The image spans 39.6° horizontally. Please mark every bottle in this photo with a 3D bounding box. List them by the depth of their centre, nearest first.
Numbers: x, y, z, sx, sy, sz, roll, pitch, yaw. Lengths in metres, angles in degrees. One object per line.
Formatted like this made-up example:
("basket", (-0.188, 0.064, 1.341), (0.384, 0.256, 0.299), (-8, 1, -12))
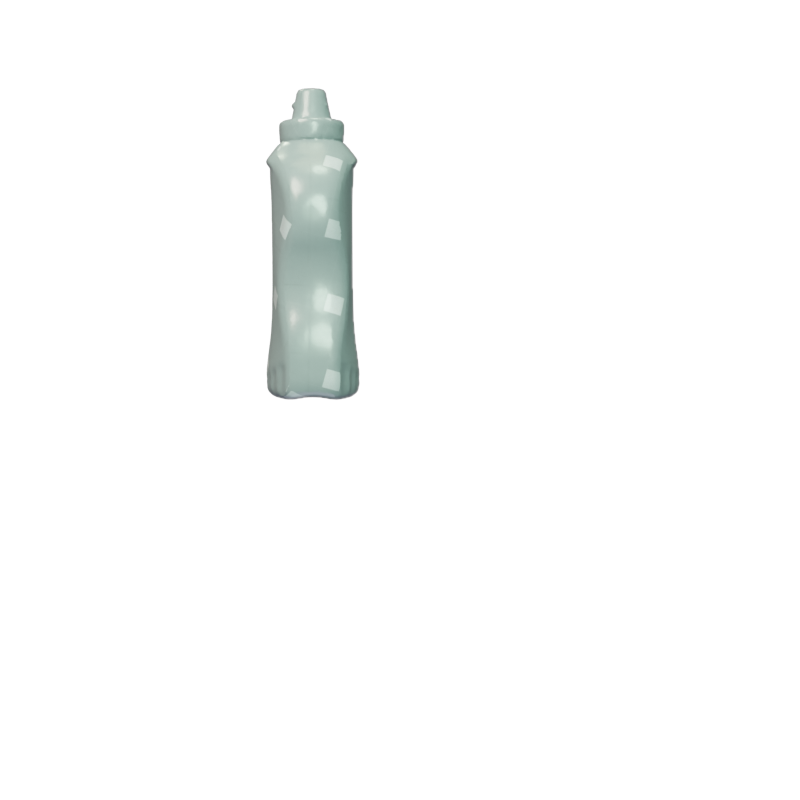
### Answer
("bottle", (-0.055, -0.099, 0.696), (0.058, 0.193, 0.096), (0, -1, -1))
